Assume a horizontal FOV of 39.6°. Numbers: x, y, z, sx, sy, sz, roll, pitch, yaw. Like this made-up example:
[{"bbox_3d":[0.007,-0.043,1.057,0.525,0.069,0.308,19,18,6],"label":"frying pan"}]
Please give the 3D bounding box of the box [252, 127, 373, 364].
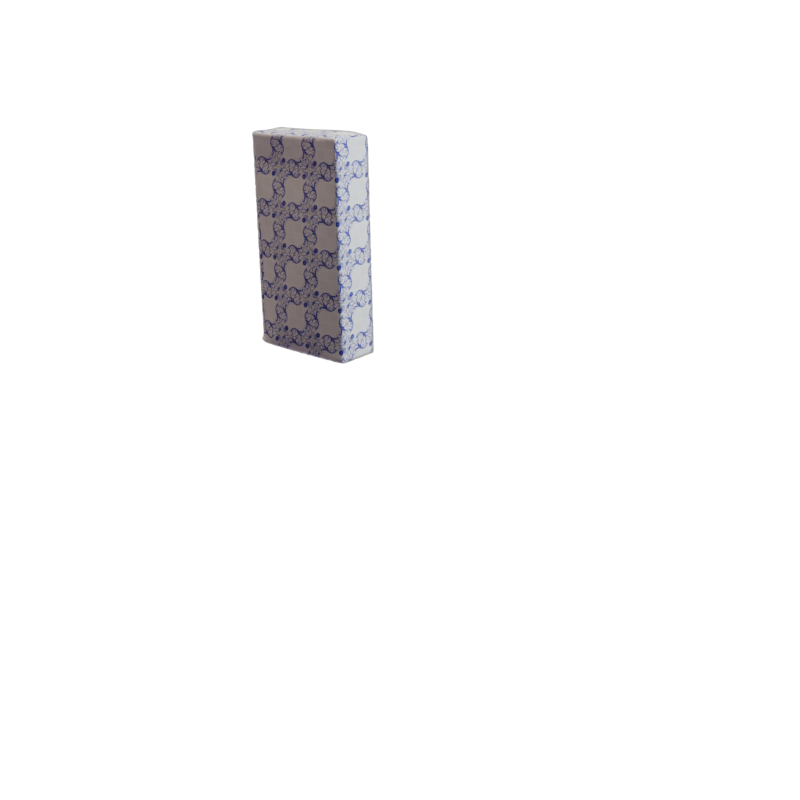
[{"bbox_3d":[-0.068,-0.125,0.877,0.098,0.171,0.047,12,16,40],"label":"box"}]
